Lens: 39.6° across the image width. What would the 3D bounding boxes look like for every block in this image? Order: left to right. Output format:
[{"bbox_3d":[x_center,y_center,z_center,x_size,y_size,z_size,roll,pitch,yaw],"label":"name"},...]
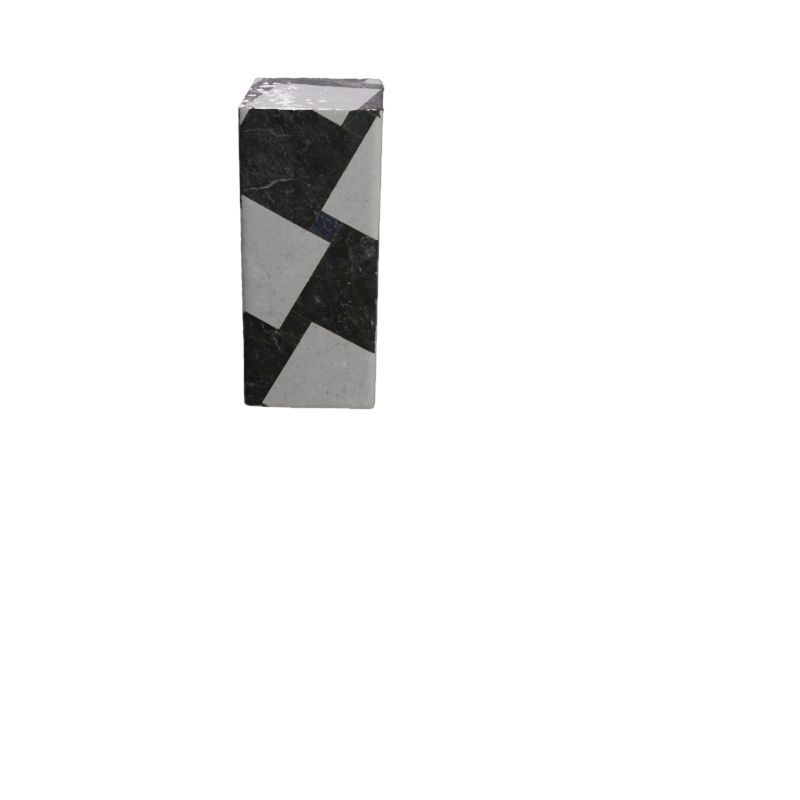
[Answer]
[{"bbox_3d":[-0.058,-0.107,0.749,0.090,0.197,0.095,2,22,1],"label":"block"}]
